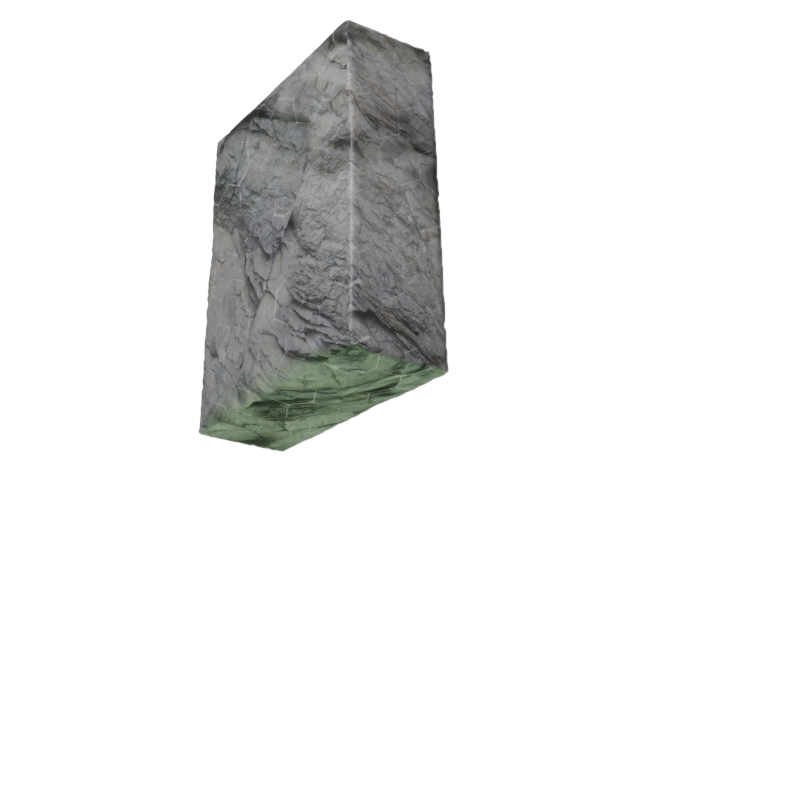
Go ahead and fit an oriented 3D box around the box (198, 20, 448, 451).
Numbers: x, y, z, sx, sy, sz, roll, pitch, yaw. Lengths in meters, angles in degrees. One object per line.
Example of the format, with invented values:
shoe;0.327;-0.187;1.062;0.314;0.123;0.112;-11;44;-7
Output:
box;-0.053;-0.096;0.672;0.068;0.226;0.163;17;-30;-34
